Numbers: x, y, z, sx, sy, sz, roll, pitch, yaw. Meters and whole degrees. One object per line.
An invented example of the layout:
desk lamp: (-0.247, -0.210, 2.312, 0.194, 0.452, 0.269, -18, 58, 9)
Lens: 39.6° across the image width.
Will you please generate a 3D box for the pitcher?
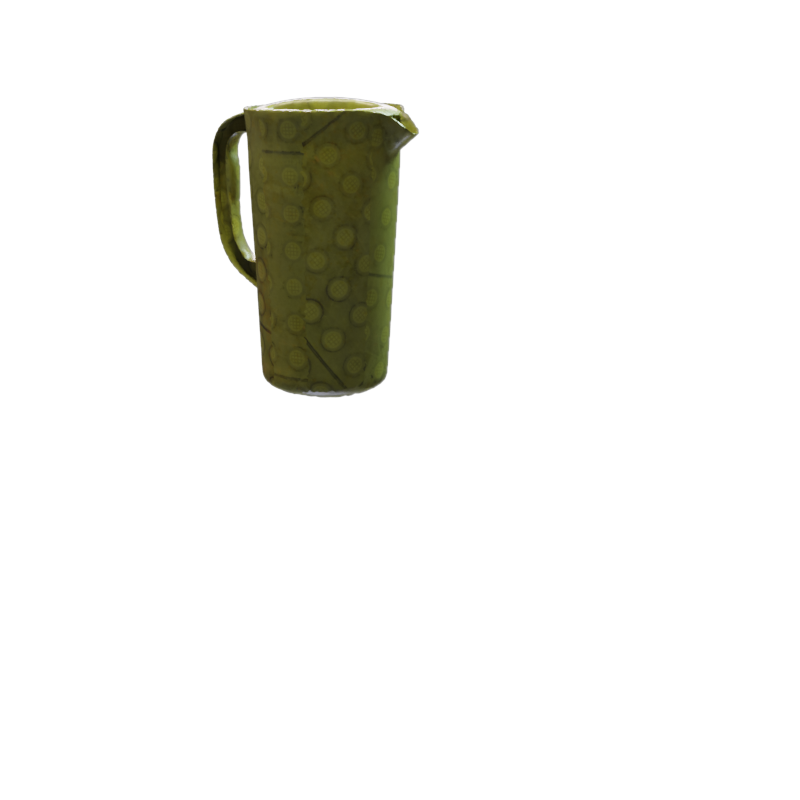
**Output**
pitcher: (-0.073, -0.134, 0.938, 0.142, 0.237, 0.157, -4, 13, -20)
